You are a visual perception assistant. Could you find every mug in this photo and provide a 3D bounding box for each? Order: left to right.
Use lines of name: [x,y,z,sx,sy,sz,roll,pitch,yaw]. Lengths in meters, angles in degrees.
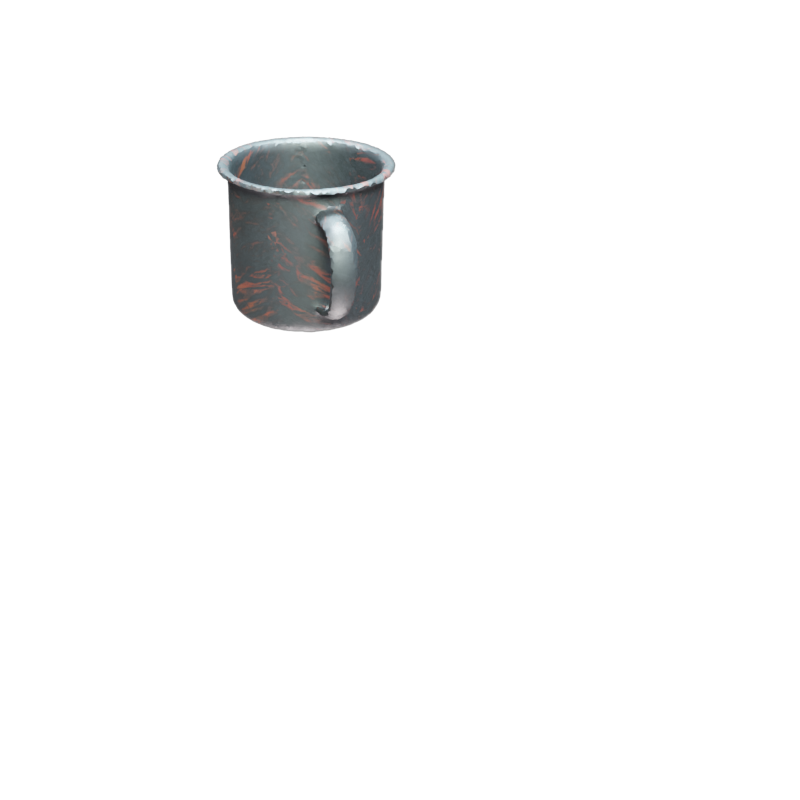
mug: [-0.046,-0.083,0.582,0.092,0.077,0.126,-9,29,-19]
